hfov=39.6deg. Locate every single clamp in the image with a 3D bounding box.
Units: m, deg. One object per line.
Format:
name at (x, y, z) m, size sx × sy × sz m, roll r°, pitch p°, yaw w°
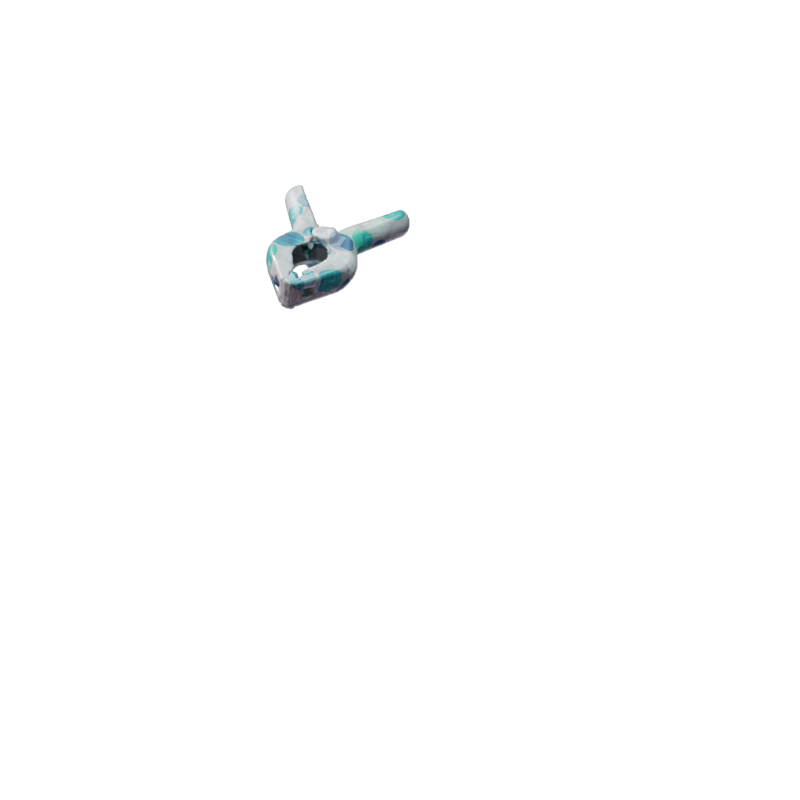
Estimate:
clamp at (-0.077, -0.141, 0.988) m, size 0.125 × 0.037 × 0.175 m, roll 15°, pitch 36°, yaw 22°
